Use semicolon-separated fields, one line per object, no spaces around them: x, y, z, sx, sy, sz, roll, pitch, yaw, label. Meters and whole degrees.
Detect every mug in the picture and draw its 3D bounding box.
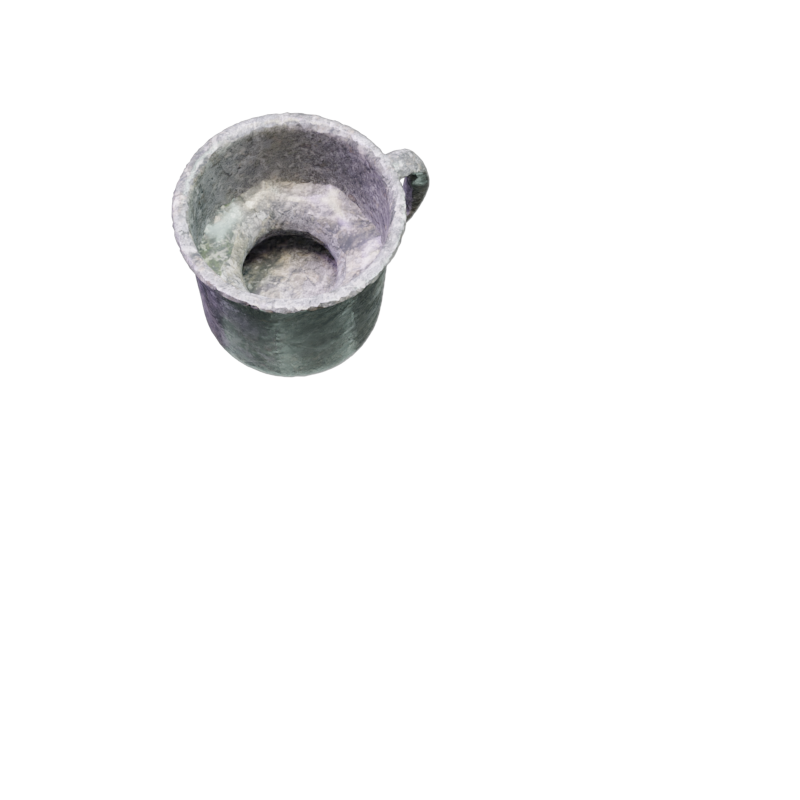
-0.037;-0.068;0.476;0.117;0.098;0.077;-35;-21;-17;mug
